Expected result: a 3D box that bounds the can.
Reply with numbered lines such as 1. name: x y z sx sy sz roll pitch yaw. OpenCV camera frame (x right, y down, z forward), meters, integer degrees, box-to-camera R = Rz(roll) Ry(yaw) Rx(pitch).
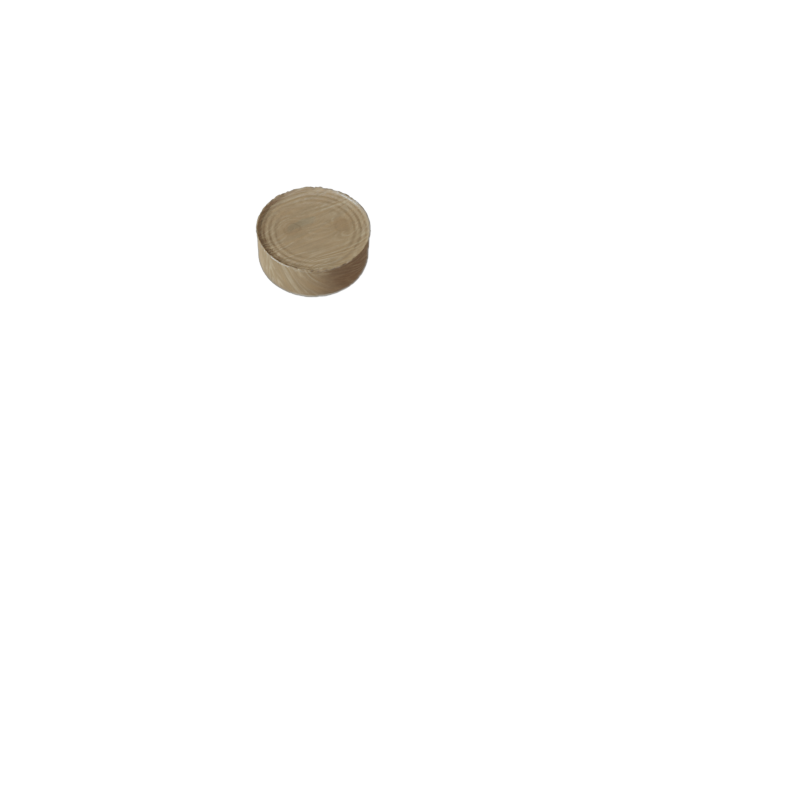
1. can: -0.066 -0.120 0.837 0.086 0.092 0.031 -1 -39 -1
